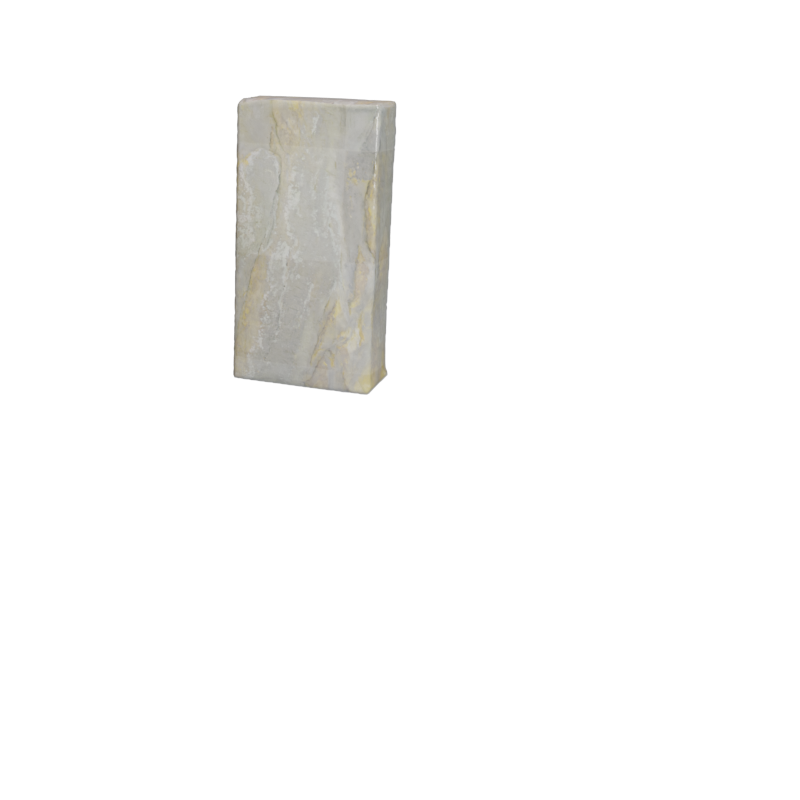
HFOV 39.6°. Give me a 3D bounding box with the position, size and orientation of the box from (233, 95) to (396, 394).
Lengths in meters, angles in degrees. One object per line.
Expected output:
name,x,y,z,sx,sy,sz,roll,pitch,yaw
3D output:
box,-0.054,-0.098,0.685,0.096,0.171,0.048,5,14,18
